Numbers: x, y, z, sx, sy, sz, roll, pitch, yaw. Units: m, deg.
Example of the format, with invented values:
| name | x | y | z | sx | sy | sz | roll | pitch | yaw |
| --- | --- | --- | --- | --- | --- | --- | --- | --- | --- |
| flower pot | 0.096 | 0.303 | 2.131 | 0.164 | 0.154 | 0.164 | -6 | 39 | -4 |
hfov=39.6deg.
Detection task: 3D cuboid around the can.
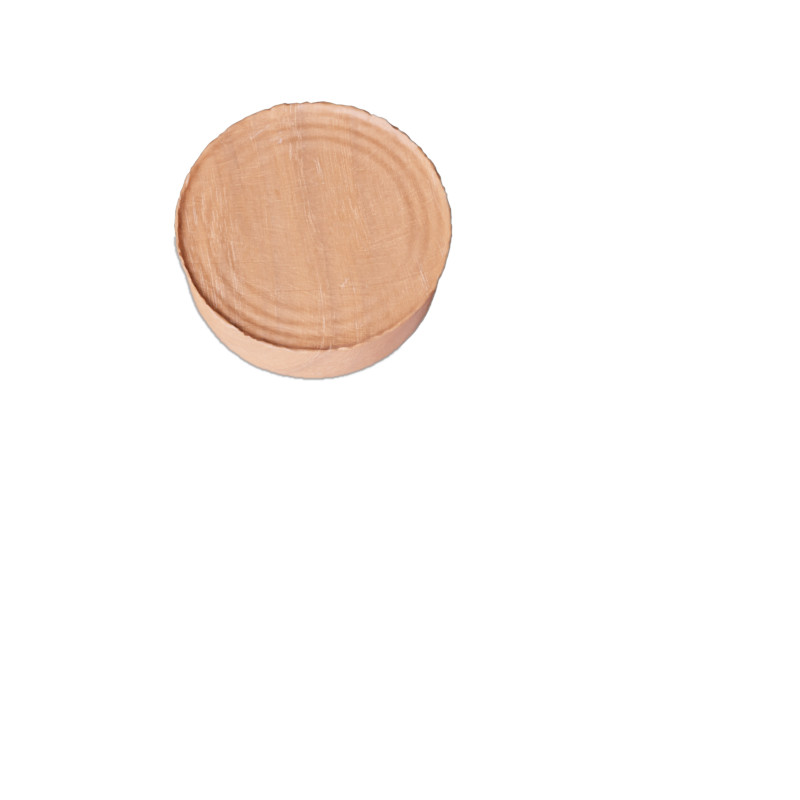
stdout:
| name | x | y | z | sx | sy | sz | roll | pitch | yaw |
| --- | --- | --- | --- | --- | --- | --- | --- | --- | --- |
| can | -0.028 | -0.051 | 0.357 | 0.086 | 0.090 | 0.032 | -1 | -22 | -1 |
